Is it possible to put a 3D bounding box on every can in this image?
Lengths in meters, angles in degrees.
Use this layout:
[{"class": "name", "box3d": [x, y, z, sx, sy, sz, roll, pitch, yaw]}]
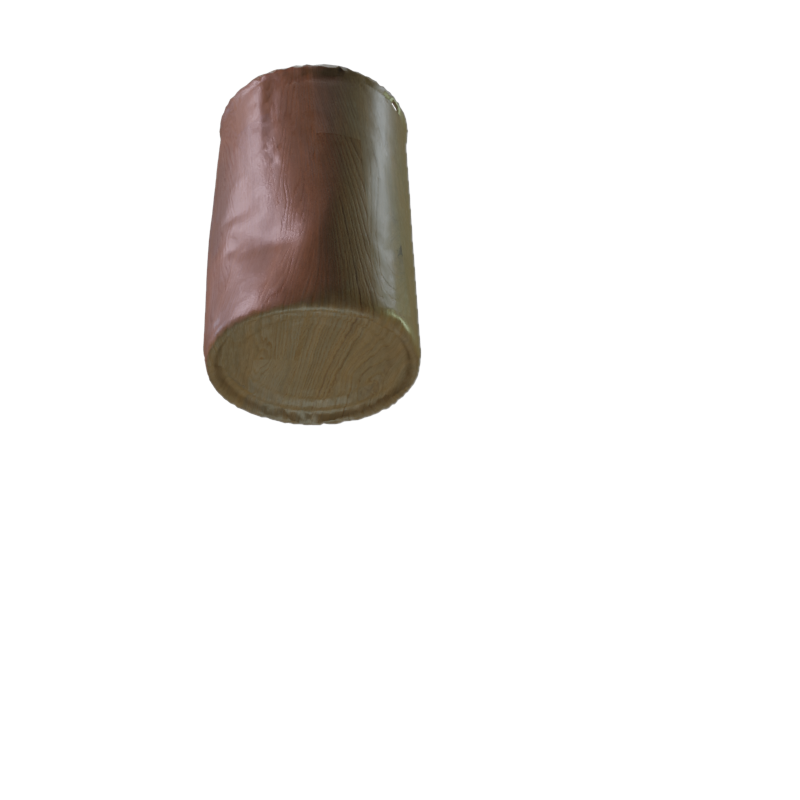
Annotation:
[{"class": "can", "box3d": [-0.029, -0.052, 0.367, 0.068, 0.110, 0.064, -1, -36, -3]}]
